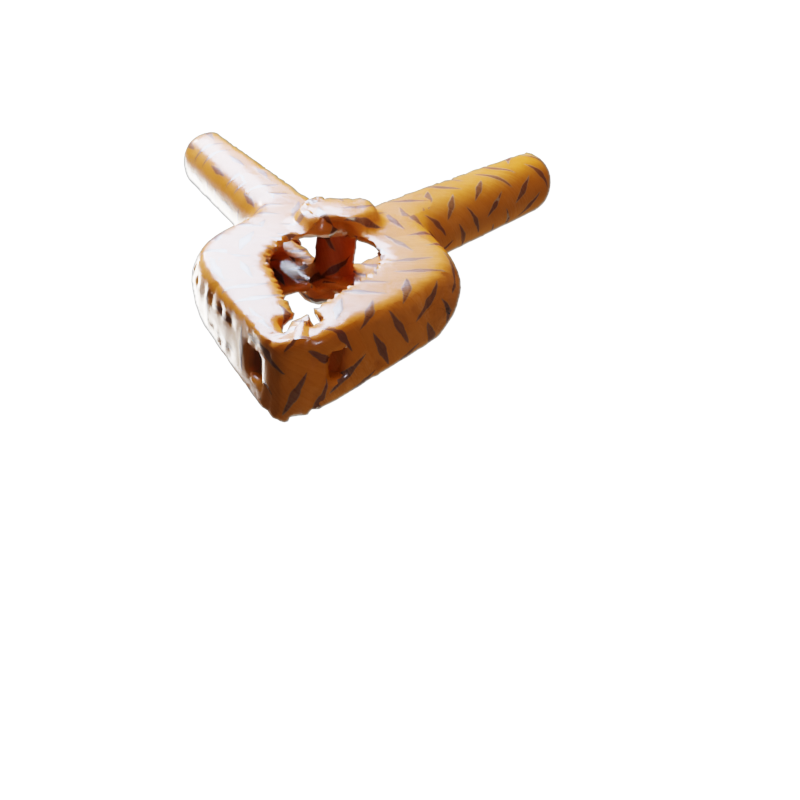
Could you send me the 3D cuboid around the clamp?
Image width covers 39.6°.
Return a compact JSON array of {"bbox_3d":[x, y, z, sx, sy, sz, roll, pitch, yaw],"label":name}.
[{"bbox_3d":[-0.033,-0.061,0.427,0.168,0.034,0.218,7,30,11],"label":"clamp"}]
